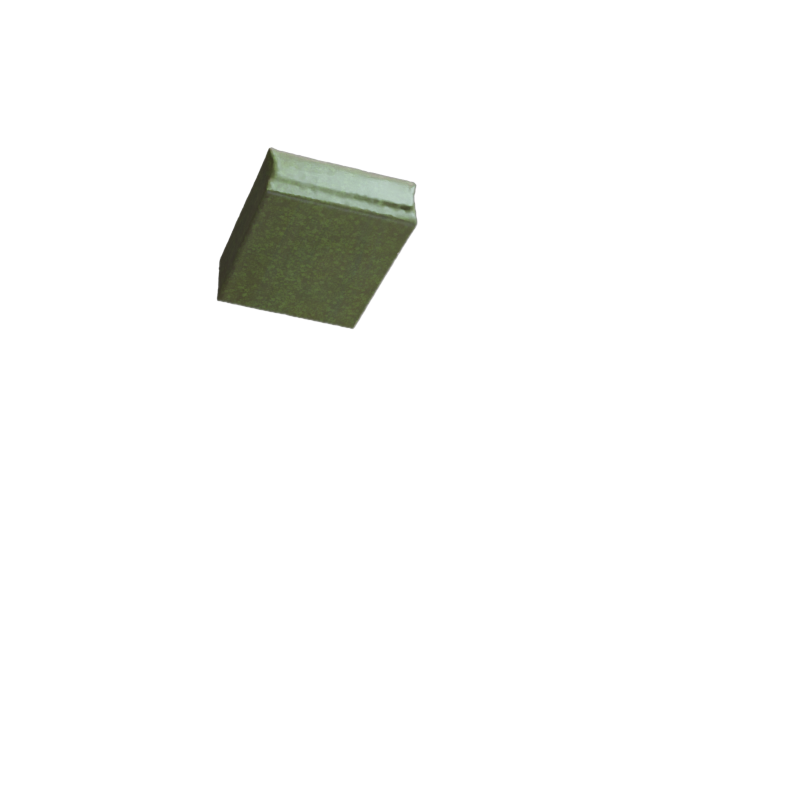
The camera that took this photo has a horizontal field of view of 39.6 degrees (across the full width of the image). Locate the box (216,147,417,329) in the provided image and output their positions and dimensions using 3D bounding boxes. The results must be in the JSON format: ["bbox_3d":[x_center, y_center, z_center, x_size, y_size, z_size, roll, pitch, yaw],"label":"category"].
[{"bbox_3d":[-0.041,-0.076,0.530,0.071,0.032,0.086,12,-38,-17],"label":"box"}]
